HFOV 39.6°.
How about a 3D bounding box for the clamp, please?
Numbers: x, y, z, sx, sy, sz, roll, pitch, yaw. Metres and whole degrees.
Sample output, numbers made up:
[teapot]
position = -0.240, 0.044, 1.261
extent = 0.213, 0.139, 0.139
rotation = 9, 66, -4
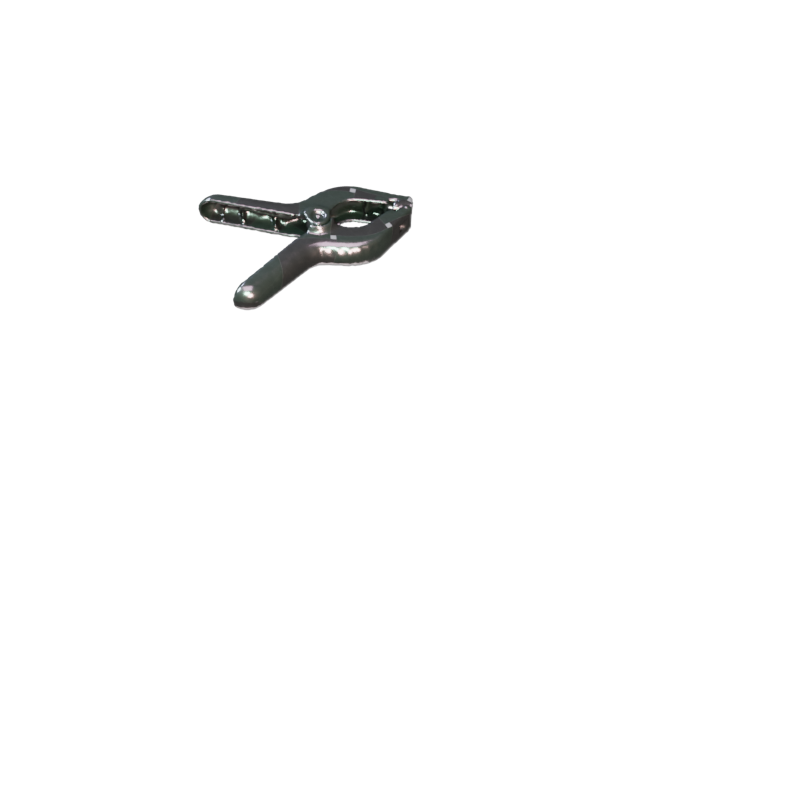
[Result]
[clamp]
position = -0.068, -0.125, 0.874
extent = 0.170, 0.129, 0.037
rotation = -9, -36, -6
